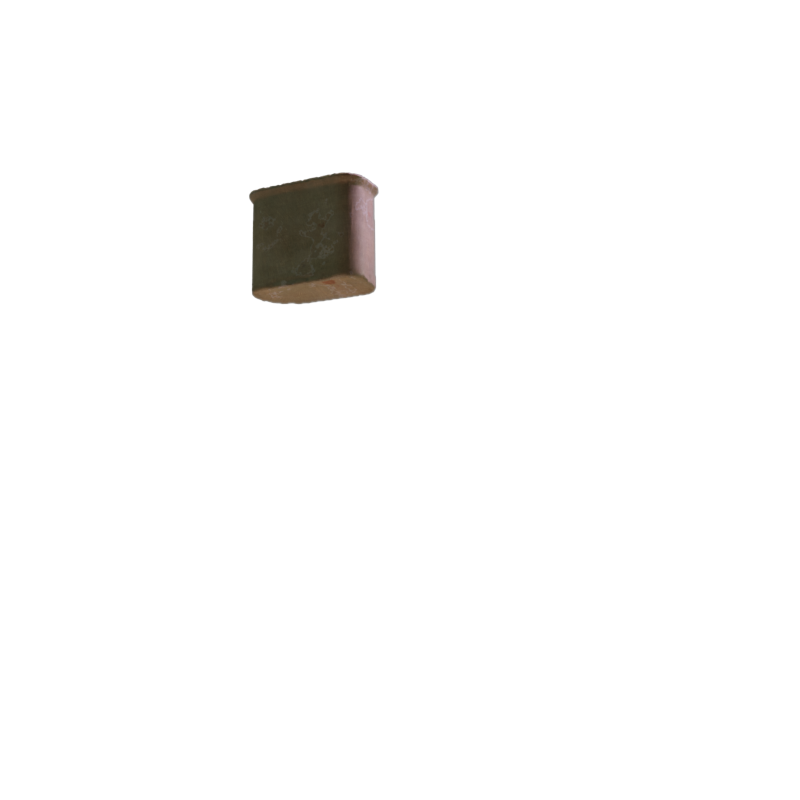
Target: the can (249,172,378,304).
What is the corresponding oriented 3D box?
[{"bbox_3d":[-0.068,-0.124,0.868,0.104,0.087,0.054,-7,-18,25],"label":"can"}]
